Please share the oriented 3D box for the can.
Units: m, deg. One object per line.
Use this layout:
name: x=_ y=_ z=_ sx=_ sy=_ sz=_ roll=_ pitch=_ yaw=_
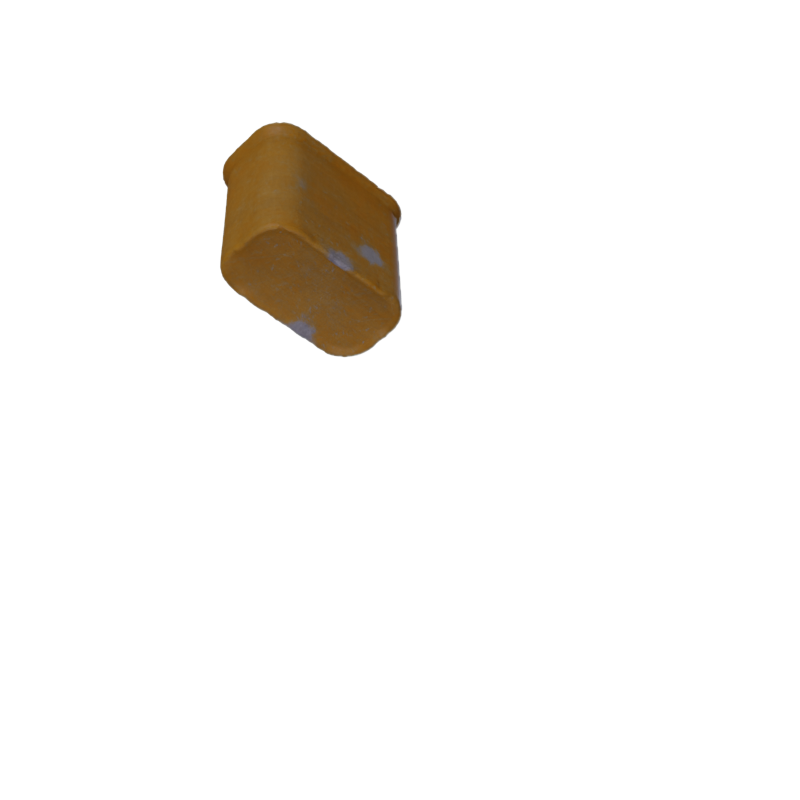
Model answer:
can: x=-0.045 y=-0.083 z=0.580 sx=0.096 sy=0.090 sz=0.057 roll=33 pitch=-56 yaw=-29
